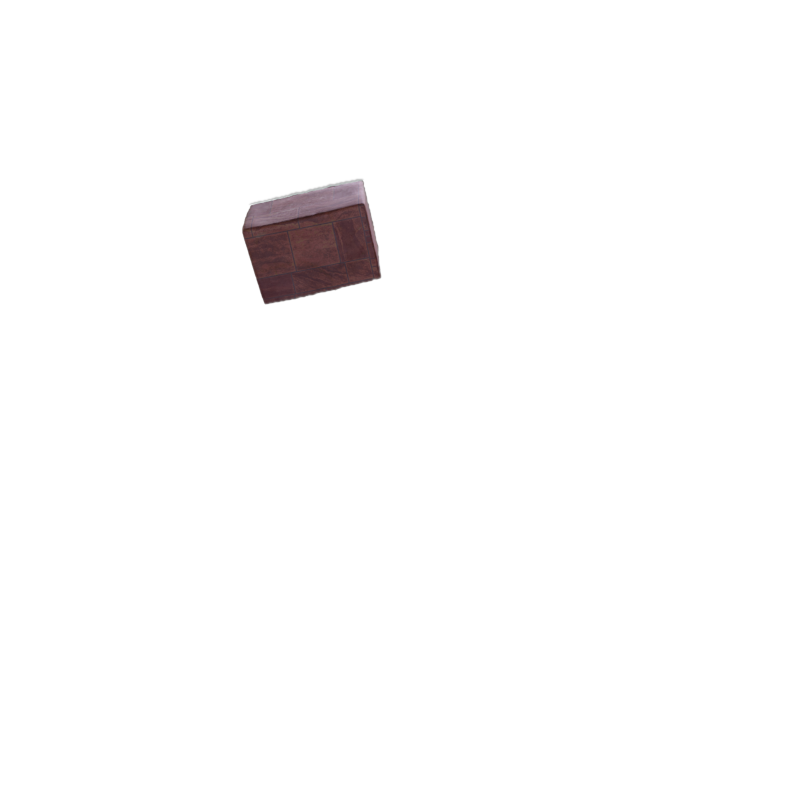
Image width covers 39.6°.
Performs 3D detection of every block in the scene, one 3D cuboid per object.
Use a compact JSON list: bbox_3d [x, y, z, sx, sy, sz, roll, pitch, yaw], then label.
[{"bbox_3d":[-0.055,-0.100,0.701,0.078,0.050,0.054,-12,24,4],"label":"block"}]
